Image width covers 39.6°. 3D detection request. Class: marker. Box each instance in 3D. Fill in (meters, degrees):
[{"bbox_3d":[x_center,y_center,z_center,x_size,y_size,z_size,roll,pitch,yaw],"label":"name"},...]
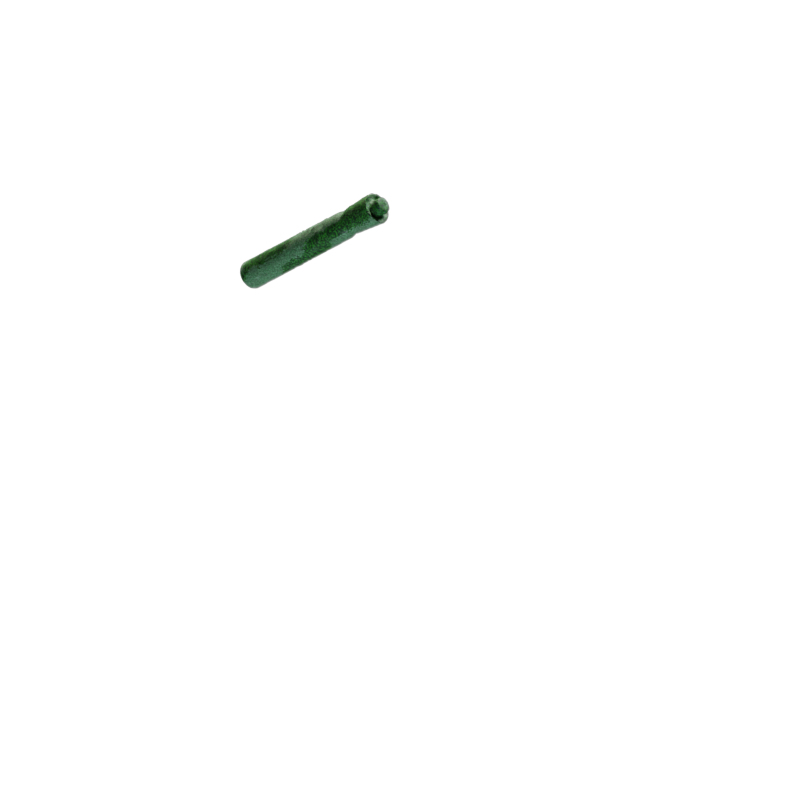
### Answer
[{"bbox_3d":[-0.052,-0.095,0.668,0.122,0.020,0.019,-20,-11,41],"label":"marker"}]
